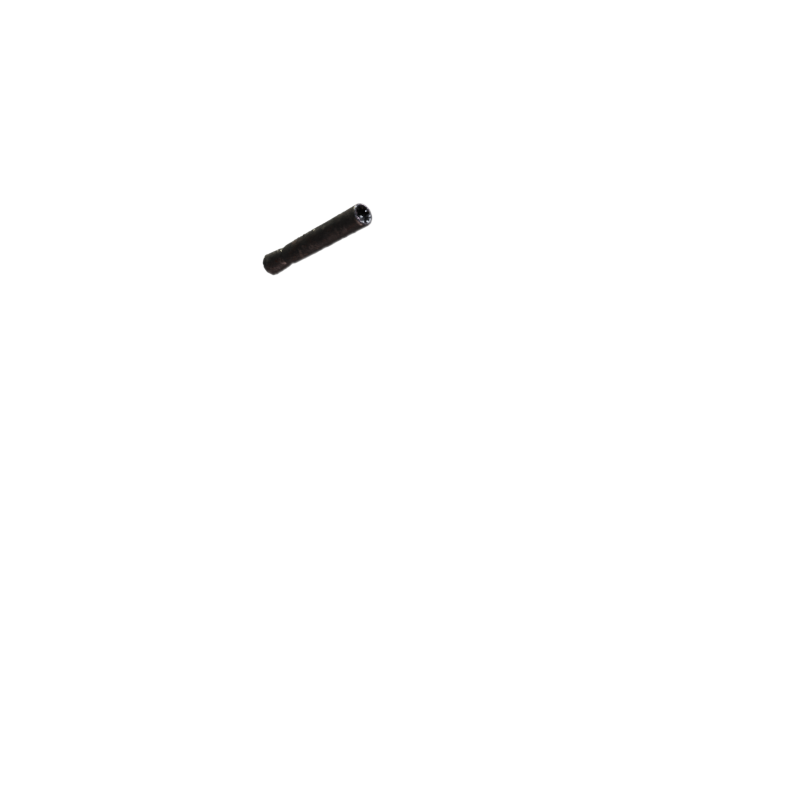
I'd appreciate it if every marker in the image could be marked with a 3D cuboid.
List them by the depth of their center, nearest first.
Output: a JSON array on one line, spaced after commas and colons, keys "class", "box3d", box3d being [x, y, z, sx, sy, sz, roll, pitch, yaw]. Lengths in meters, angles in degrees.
[{"class": "marker", "box3d": [-0.069, -0.125, 0.877, 0.019, 0.020, 0.122, -3, -12, -45]}]
